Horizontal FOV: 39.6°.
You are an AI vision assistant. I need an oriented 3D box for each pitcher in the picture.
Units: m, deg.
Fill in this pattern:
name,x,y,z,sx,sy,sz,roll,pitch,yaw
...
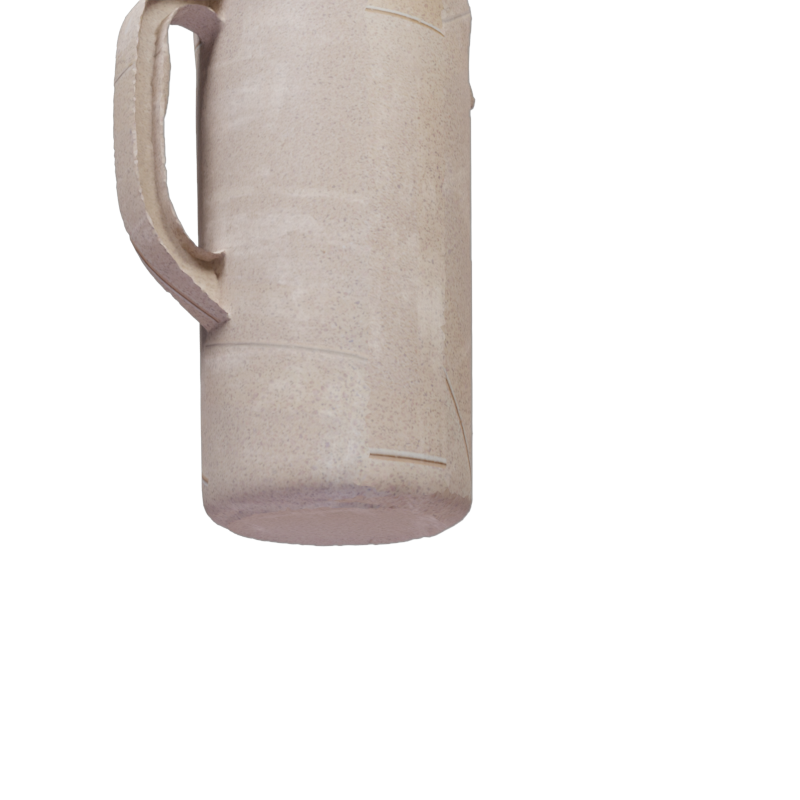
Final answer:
name,x,y,z,sx,sy,sz,roll,pitch,yaw
pitcher,-0.038,-0.069,0.482,0.150,0.256,0.136,-4,-22,7
